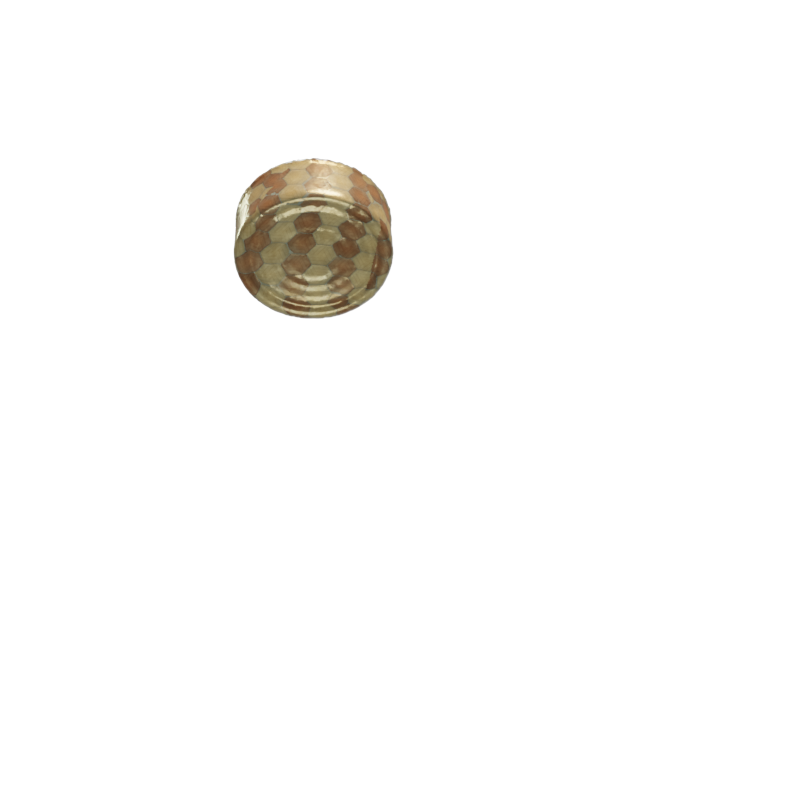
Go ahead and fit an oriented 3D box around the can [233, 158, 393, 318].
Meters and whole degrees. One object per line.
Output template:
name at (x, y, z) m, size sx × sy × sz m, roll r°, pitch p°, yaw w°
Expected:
can at (-0.047, -0.085, 0.596) m, size 0.086 × 0.080 × 0.036 m, roll 1°, pitch 40°, yaw -1°
